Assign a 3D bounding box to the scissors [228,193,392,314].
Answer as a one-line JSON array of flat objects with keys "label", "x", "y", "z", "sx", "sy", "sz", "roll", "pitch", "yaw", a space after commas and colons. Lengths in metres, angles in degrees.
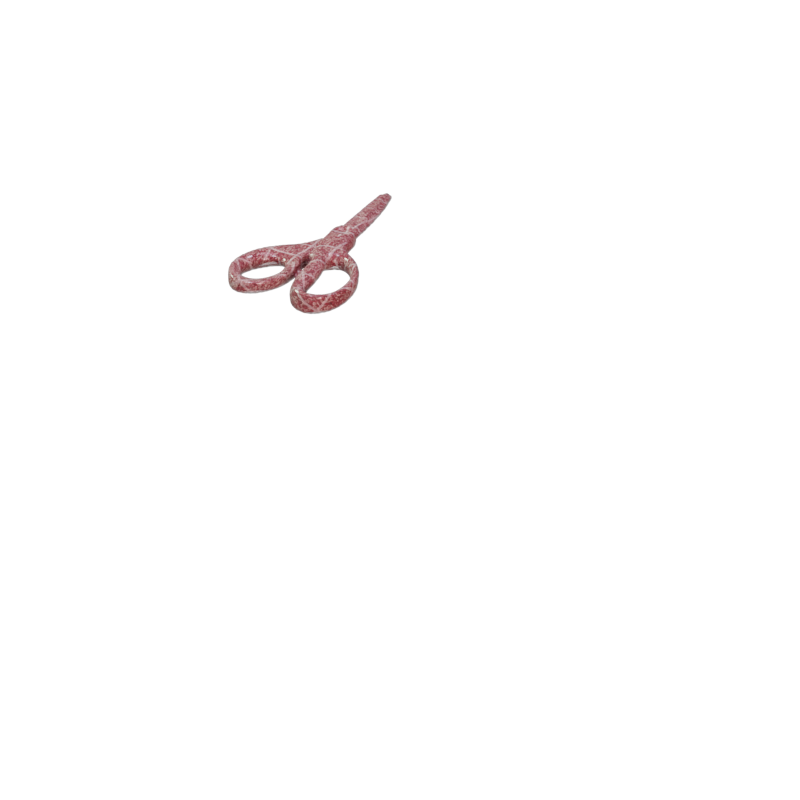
[{"label": "scissors", "x": -0.062, "y": -0.112, "z": 0.788, "sx": 0.097, "sy": 0.015, "sz": 0.212, "roll": 2, "pitch": 29, "yaw": 4}]
